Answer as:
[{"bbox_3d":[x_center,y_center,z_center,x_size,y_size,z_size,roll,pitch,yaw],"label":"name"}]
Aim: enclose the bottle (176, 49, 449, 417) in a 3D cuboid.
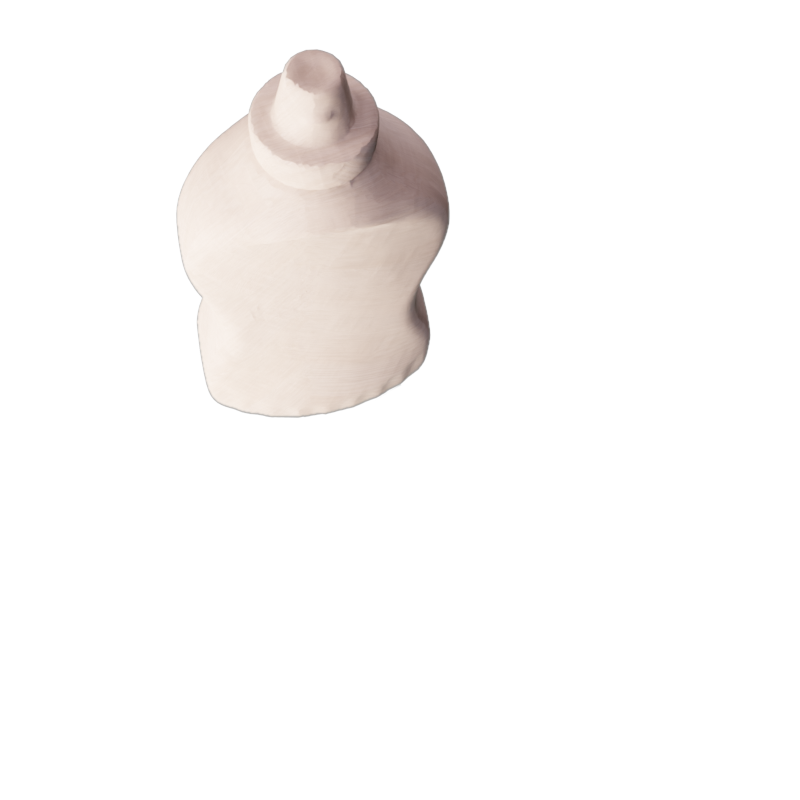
[{"bbox_3d":[-0.032,-0.057,0.405,0.095,0.062,0.181,-8,-26,-7],"label":"bottle"}]
